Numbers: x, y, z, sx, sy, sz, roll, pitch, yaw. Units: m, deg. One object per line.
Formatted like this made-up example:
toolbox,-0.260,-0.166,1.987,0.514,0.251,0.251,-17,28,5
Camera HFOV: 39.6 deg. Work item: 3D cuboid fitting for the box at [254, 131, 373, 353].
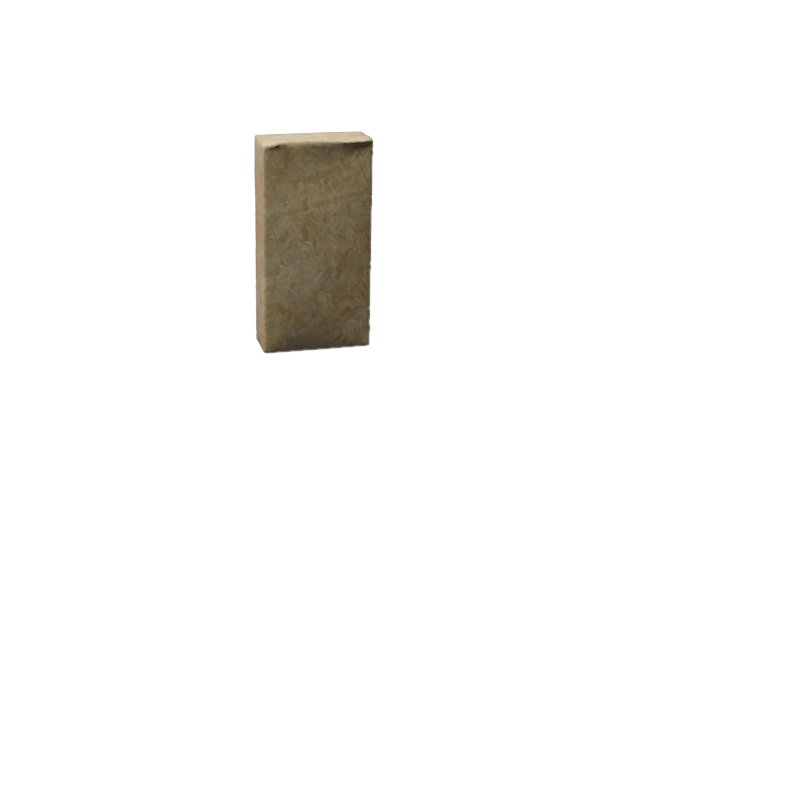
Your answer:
box,-0.071,-0.130,0.912,0.092,0.169,0.051,-4,19,-14
